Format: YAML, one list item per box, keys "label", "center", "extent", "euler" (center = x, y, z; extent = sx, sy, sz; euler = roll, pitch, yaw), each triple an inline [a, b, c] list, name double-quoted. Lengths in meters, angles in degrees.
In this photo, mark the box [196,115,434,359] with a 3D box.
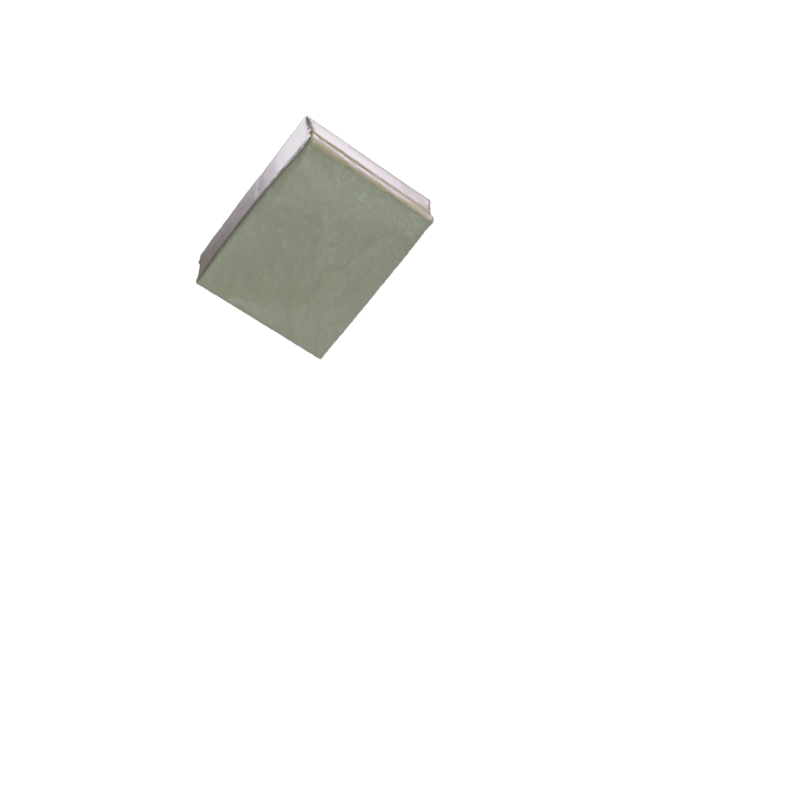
- label: "box"
  center: [-0.050, -0.091, 0.635]
  extent: [0.086, 0.111, 0.041]
  euler: [33, 24, -18]
